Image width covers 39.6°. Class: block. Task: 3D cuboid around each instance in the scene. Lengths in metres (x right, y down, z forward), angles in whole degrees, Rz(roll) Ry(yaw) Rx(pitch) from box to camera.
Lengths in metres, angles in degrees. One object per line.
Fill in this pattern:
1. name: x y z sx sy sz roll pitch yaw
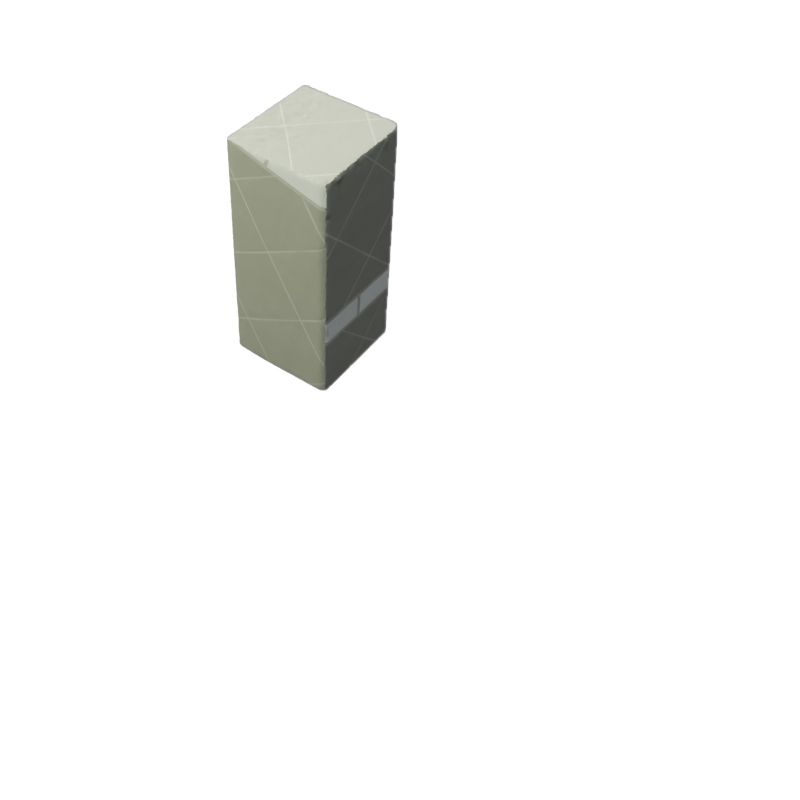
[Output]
1. block: -0.066 -0.120 0.843 0.095 0.192 0.092 28 49 23
